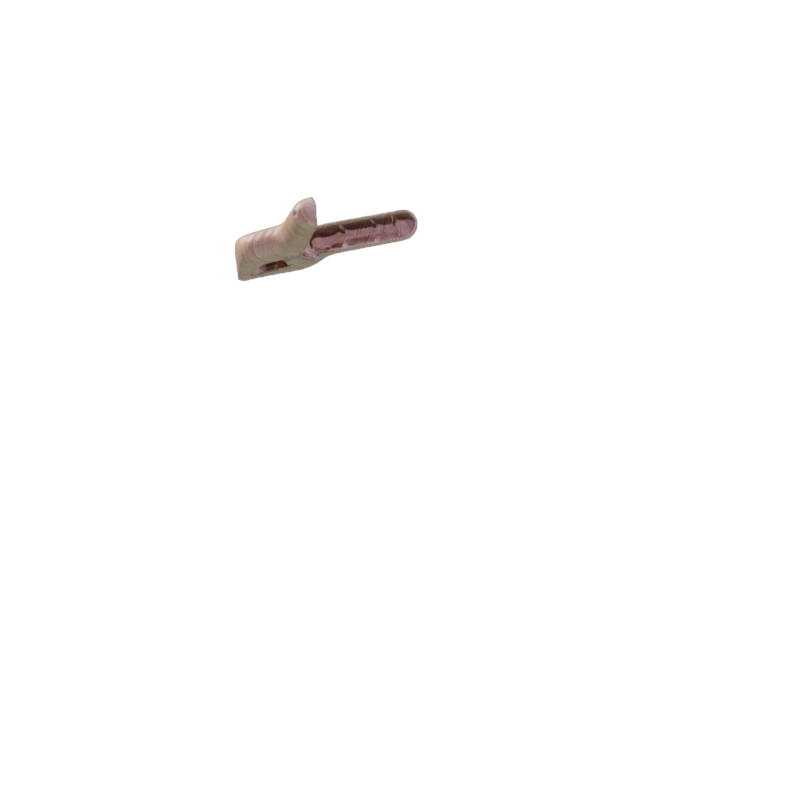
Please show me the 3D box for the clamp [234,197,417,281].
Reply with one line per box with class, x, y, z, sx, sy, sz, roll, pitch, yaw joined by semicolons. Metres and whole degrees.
clamp;-0.072;-0.131;0.914;0.115;0.040;0.174;5;-9;-34
